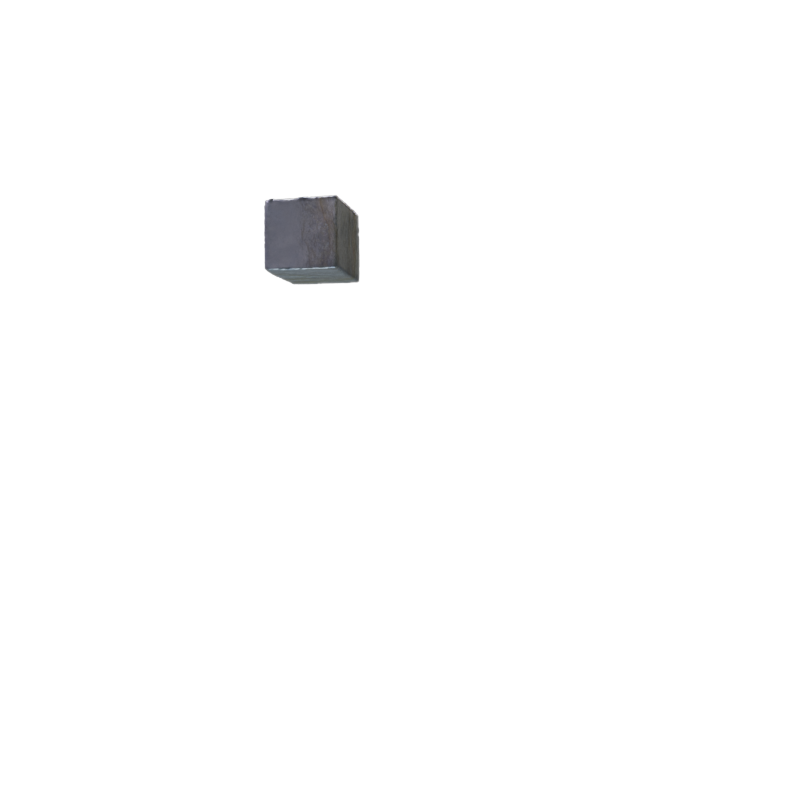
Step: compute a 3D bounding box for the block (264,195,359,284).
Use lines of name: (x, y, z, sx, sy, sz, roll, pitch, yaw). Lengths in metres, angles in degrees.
block: (-0.062, -0.113, 0.793, 0.053, 0.052, 0.076, -1, -4, 11)
